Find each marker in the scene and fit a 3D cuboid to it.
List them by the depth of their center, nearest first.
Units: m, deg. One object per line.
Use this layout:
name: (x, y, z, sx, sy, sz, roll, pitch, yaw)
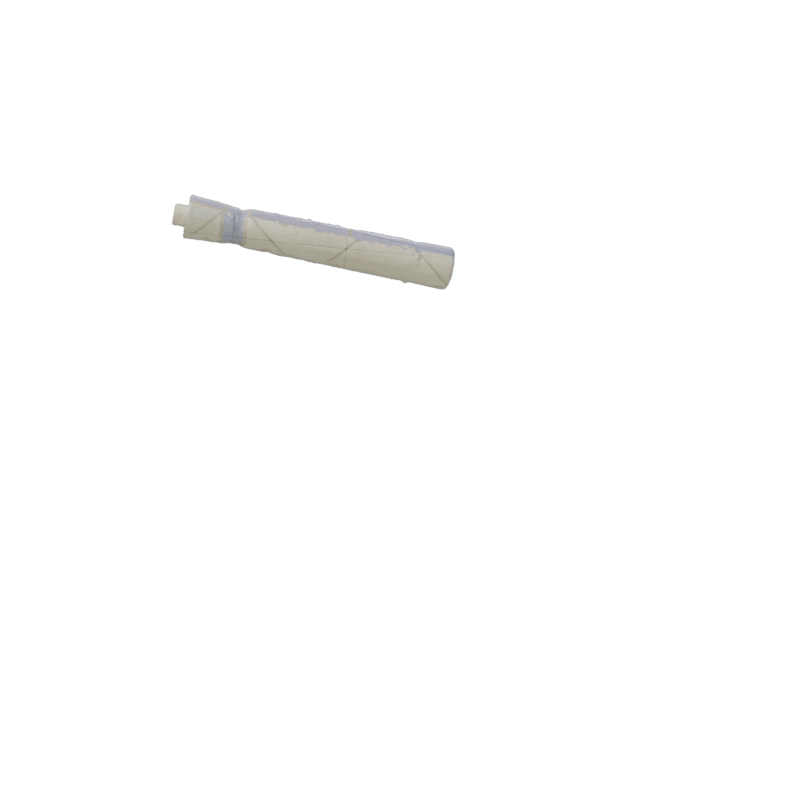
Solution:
marker: (-0.037, -0.068, 0.474, 0.119, 0.020, 0.020, 10, 2, -7)
